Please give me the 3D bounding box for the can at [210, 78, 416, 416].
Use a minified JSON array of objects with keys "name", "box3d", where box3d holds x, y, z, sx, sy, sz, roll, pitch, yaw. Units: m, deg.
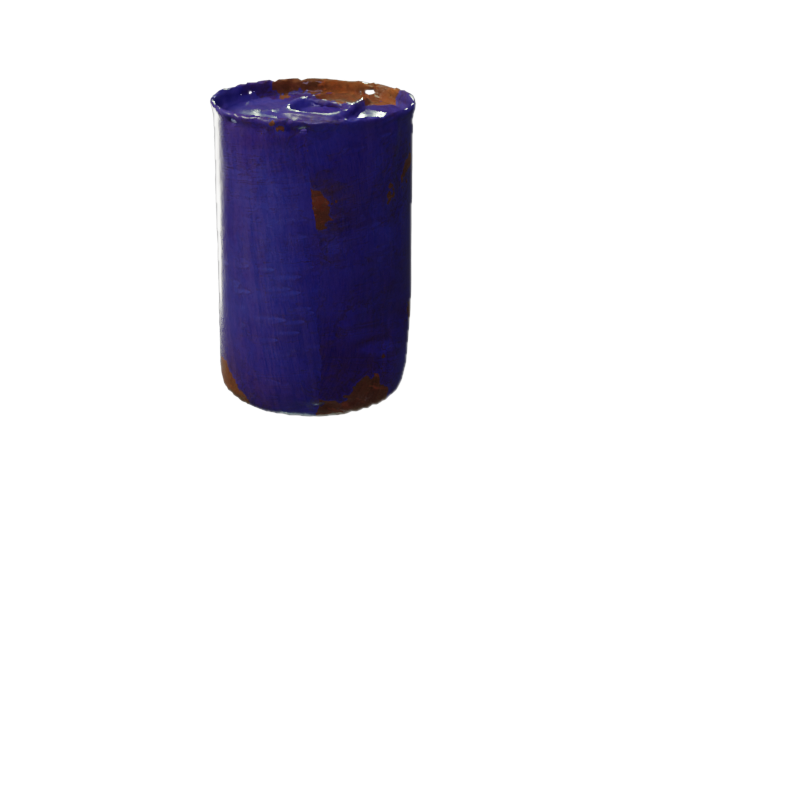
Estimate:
[{"name":"can","box3d":[-0.030,-0.055,0.384,0.068,0.097,0.072,0,22,-2]}]
